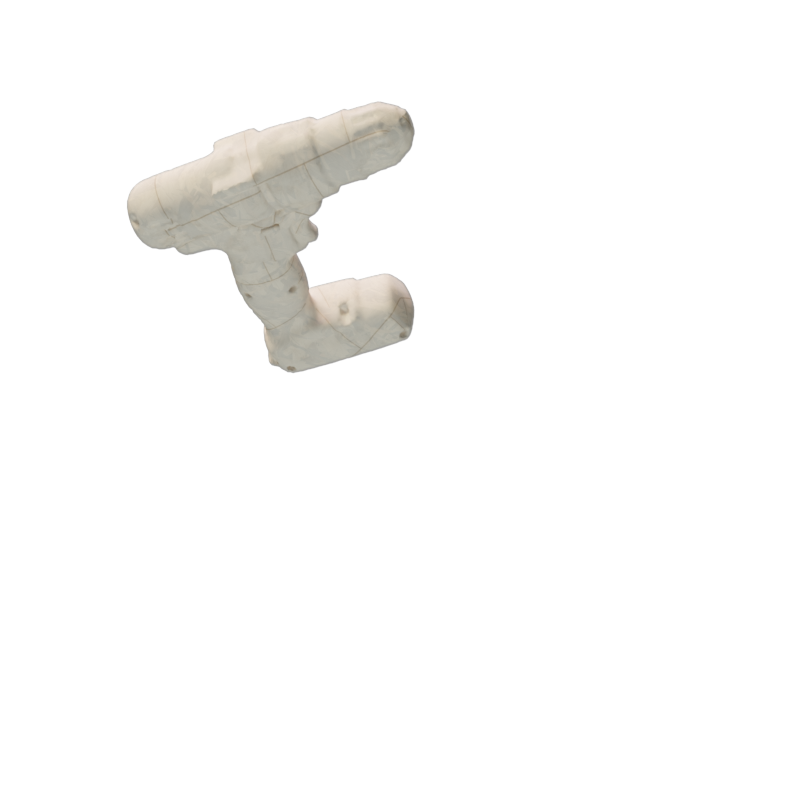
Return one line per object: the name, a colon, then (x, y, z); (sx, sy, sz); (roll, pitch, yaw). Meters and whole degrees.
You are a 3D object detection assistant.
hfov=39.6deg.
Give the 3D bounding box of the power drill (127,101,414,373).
power drill: (-0.056, -0.102, 0.717); (0.186, 0.062, 0.173); (-14, -42, 16)
